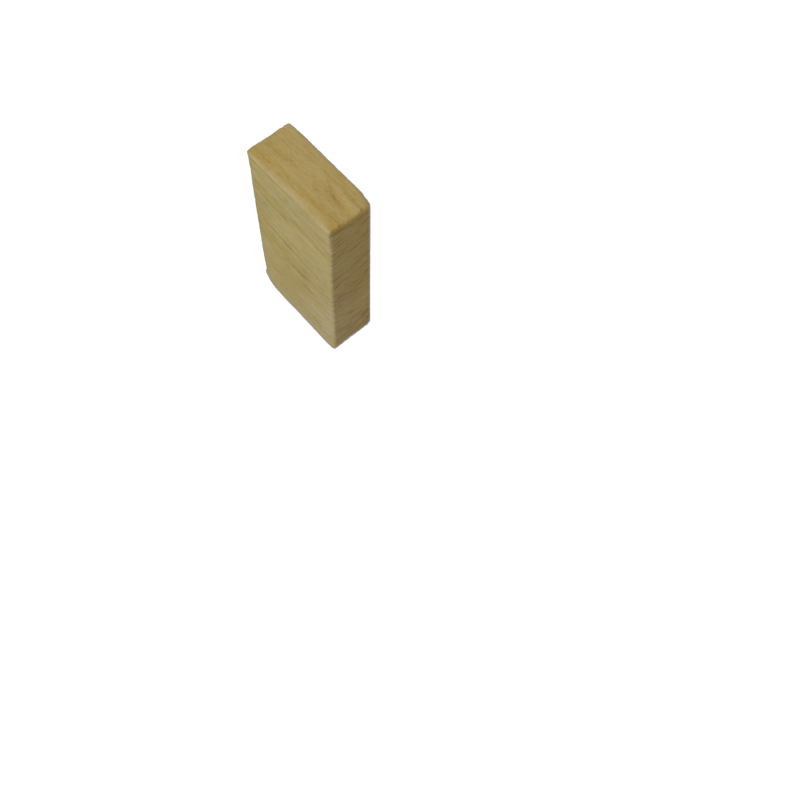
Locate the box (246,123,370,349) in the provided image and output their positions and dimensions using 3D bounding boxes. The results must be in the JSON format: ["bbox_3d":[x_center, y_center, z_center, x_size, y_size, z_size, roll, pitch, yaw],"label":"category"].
[{"bbox_3d":[-0.065,-0.118,0.829,0.048,0.099,0.166,-35,-20,-19],"label":"box"}]
